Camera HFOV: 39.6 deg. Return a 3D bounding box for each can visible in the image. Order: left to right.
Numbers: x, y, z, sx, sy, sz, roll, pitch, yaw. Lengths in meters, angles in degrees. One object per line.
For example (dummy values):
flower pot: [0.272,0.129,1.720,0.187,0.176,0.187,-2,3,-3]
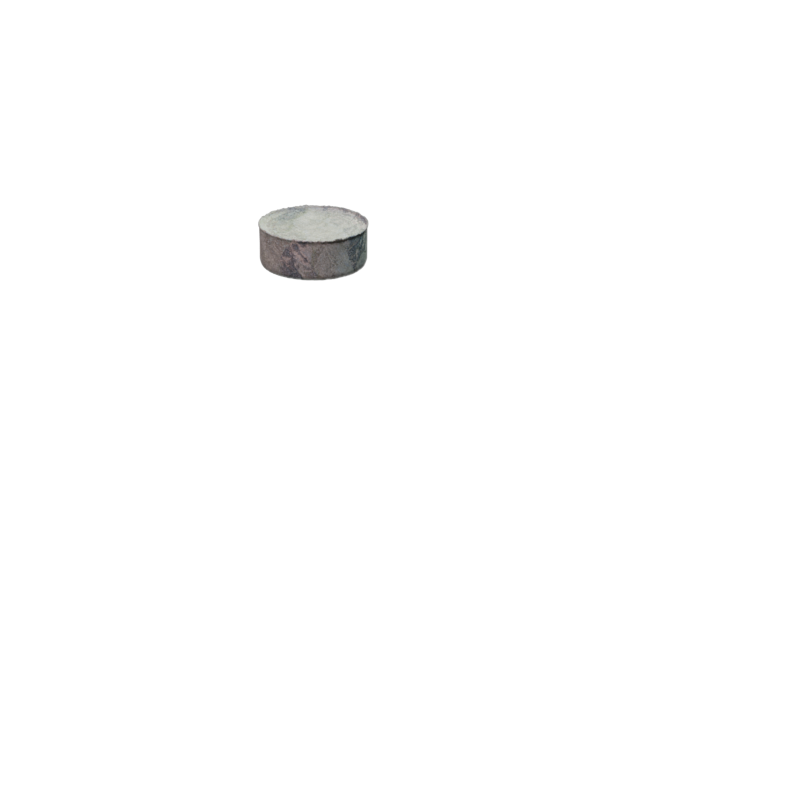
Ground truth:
can: [-0.068,-0.124,0.866,0.086,0.032,0.091,-1,26,-2]
